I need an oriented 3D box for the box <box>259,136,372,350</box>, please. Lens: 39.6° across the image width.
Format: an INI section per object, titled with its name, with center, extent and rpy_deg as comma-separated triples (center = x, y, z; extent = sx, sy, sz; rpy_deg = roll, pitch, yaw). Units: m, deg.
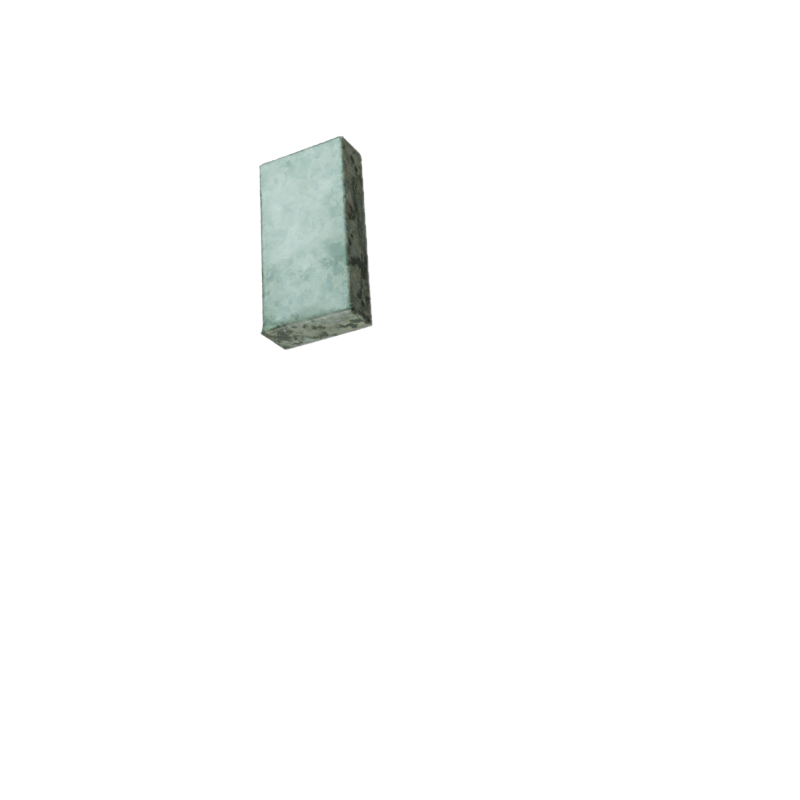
[box]
center = -0.077, -0.141, 0.989
extent = 0.095, 0.187, 0.044
rpy_deg = -16, -31, 25
